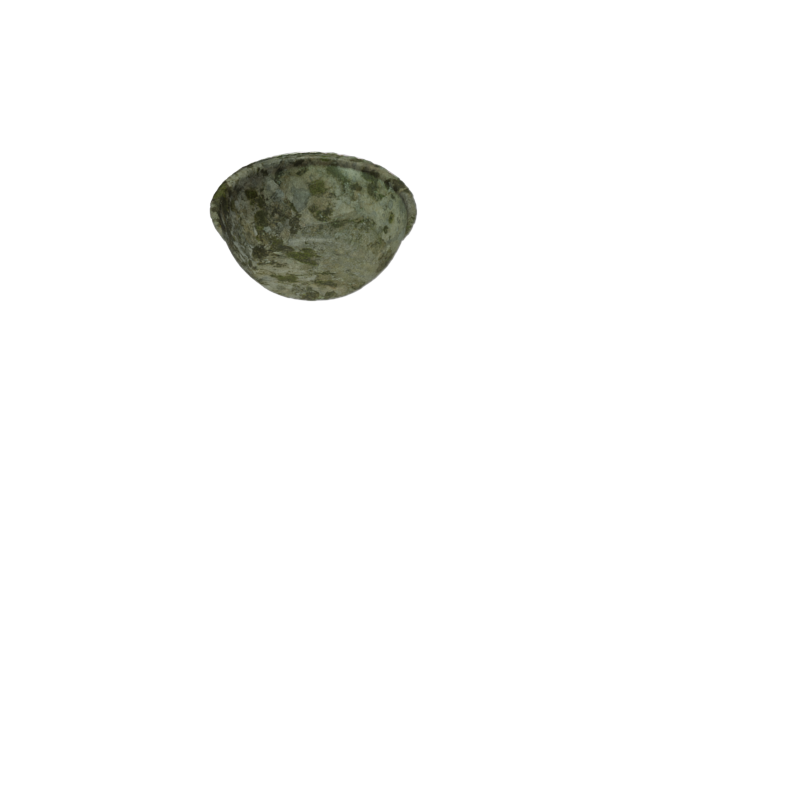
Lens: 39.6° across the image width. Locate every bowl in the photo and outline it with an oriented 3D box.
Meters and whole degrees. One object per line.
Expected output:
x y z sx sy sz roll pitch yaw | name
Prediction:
-0.067 -0.122 0.854 0.162 0.059 0.153 1 -27 -2 | bowl
